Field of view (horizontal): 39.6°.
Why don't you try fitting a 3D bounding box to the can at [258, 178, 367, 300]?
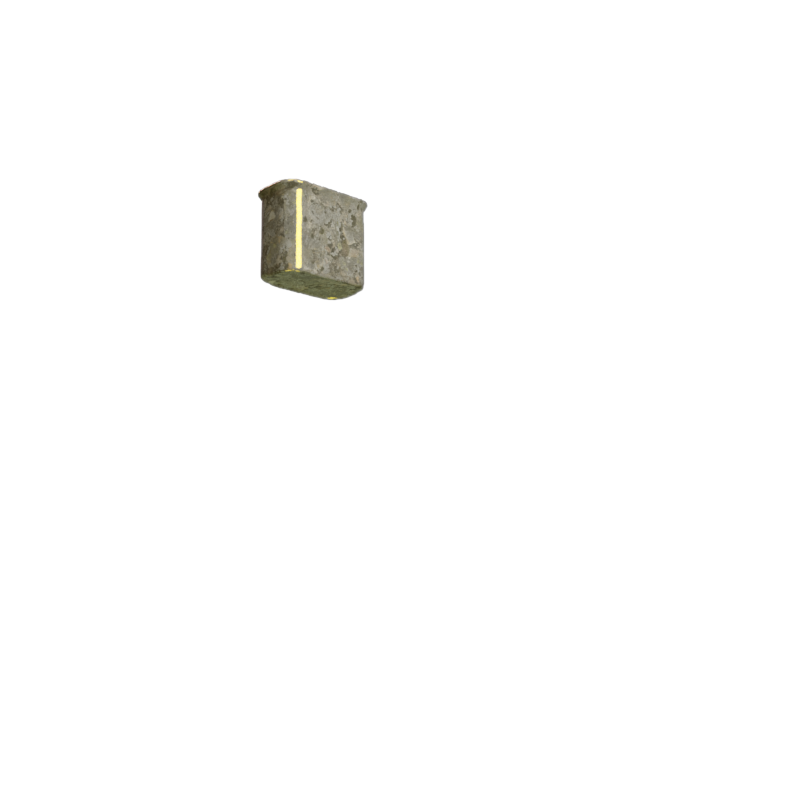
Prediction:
[{"bbox_3d":[-0.078,-0.142,0.994,0.096,0.087,0.058,13,-22,-40],"label":"can"}]
